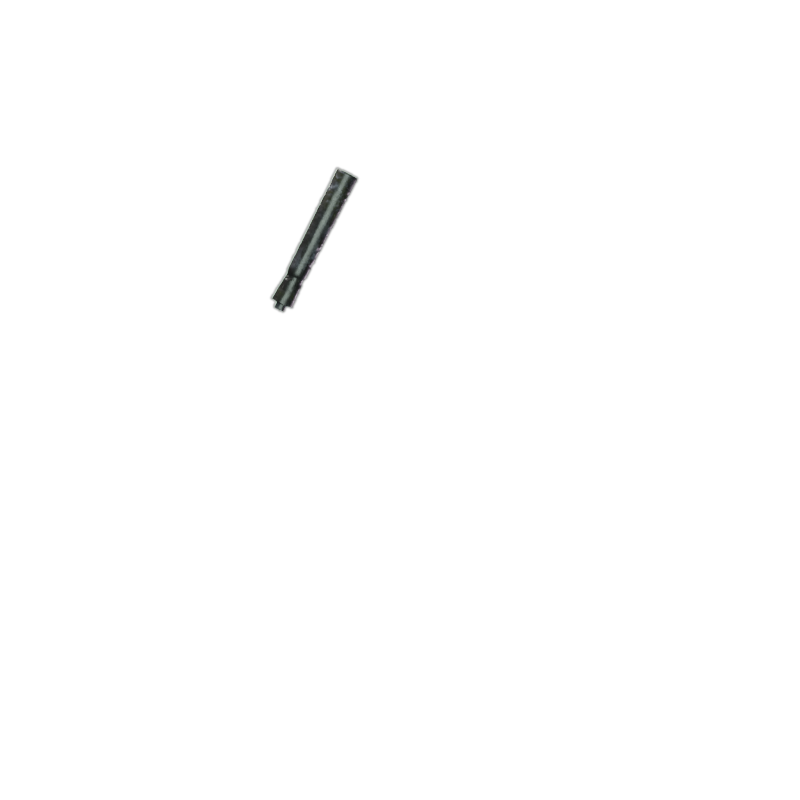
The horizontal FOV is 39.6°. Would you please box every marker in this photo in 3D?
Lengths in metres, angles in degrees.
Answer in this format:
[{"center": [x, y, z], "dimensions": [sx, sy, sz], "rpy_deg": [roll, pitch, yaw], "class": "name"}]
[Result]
[{"center": [-0.068, -0.125, 0.874], "dimensions": [0.020, 0.120, 0.020], "rpy_deg": [27, 2, -5], "class": "marker"}]
